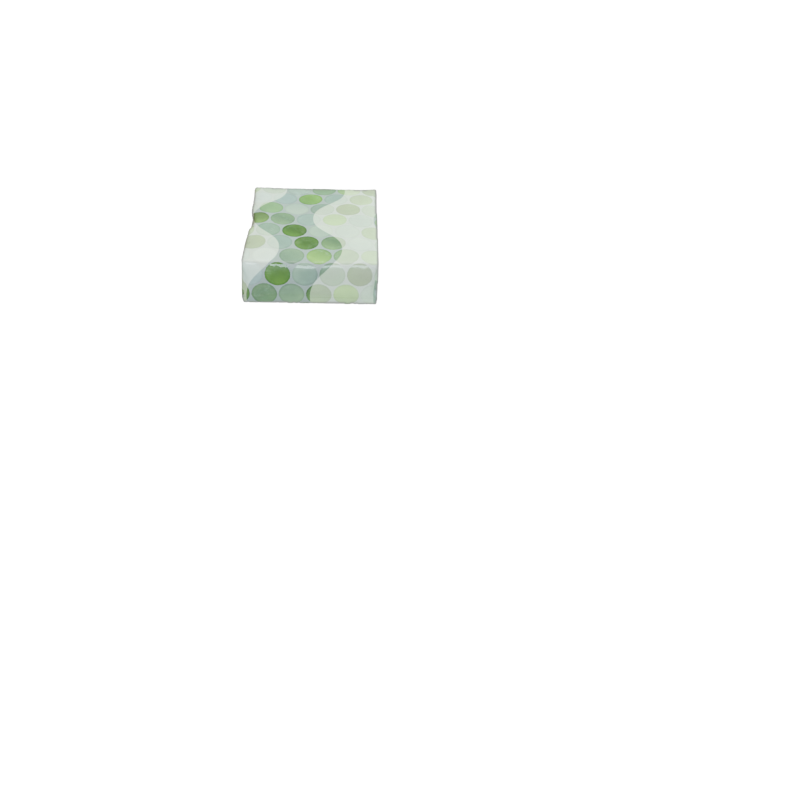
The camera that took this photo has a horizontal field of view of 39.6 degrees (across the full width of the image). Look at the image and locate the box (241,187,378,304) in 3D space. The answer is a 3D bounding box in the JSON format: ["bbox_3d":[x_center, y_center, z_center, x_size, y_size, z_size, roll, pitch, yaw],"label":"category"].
[{"bbox_3d":[-0.049,-0.089,0.626,0.073,0.028,0.095,1,36,0],"label":"box"}]
